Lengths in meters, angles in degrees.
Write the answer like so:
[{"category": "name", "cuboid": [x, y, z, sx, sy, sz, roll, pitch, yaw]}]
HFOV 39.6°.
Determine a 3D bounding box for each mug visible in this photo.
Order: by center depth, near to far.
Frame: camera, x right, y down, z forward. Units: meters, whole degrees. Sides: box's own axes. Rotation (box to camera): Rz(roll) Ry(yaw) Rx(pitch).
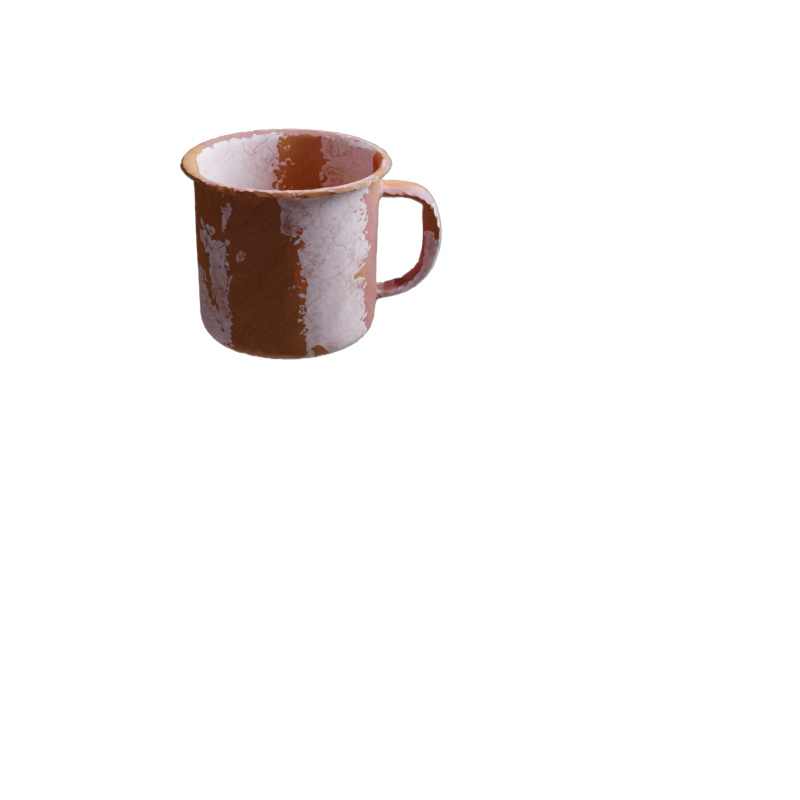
[{"category": "mug", "cuboid": [-0.040, -0.072, 0.505, 0.116, 0.077, 0.099, -3, 27, -7]}]
